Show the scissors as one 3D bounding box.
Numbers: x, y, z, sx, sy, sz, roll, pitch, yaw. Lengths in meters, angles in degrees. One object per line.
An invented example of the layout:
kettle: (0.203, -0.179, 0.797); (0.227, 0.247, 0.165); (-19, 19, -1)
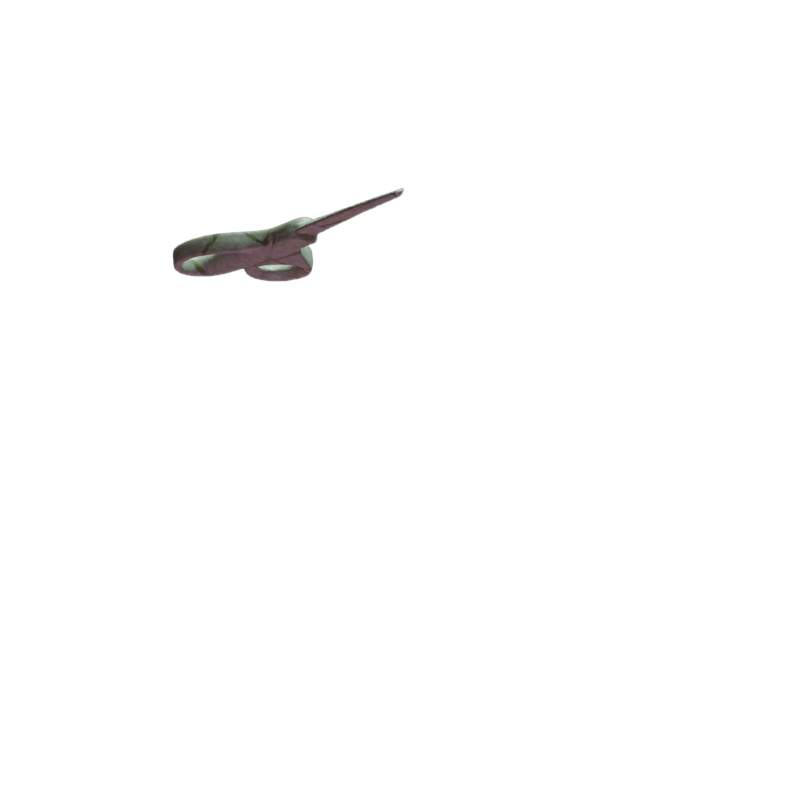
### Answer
scissors: (-0.051, -0.094, 0.656); (0.207, 0.016, 0.091); (-5, -9, 39)
